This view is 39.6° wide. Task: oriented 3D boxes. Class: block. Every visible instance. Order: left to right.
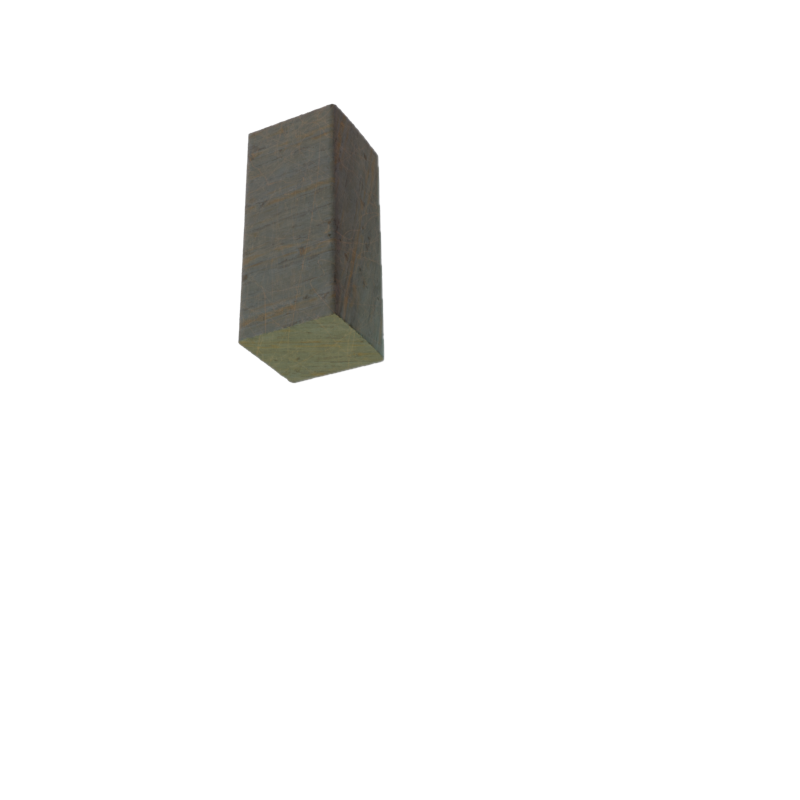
[{"bbox_3d":[-0.072,-0.133,0.933,0.092,0.220,0.083,-16,-33,22],"label":"block"}]
